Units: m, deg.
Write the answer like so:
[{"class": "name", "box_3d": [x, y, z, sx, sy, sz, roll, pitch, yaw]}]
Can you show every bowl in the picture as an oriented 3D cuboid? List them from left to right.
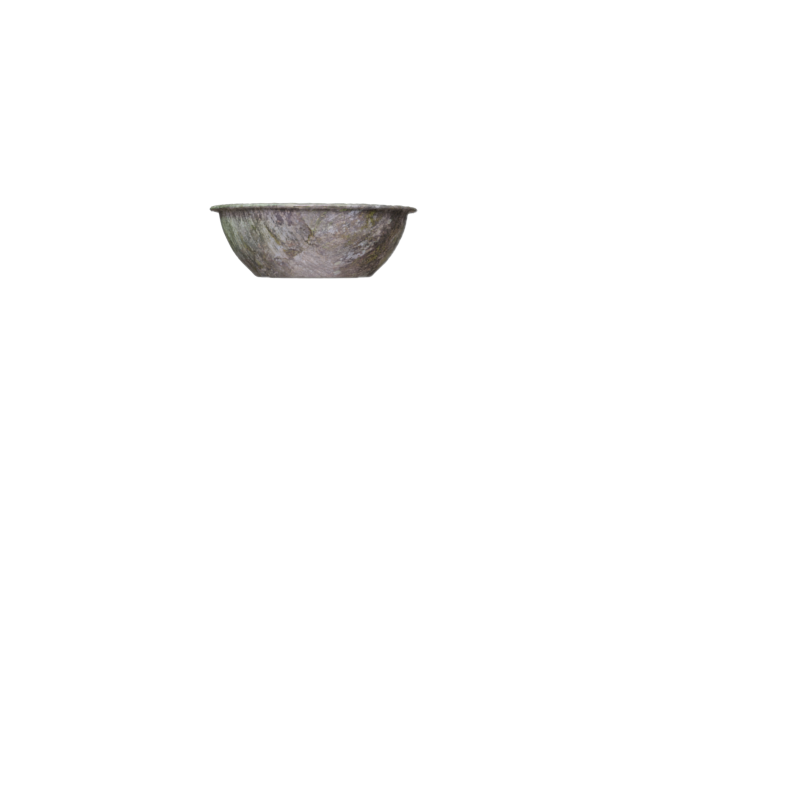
[{"class": "bowl", "box_3d": [-0.068, -0.123, 0.864, 0.162, 0.055, 0.164, 0, 7, -2]}]
